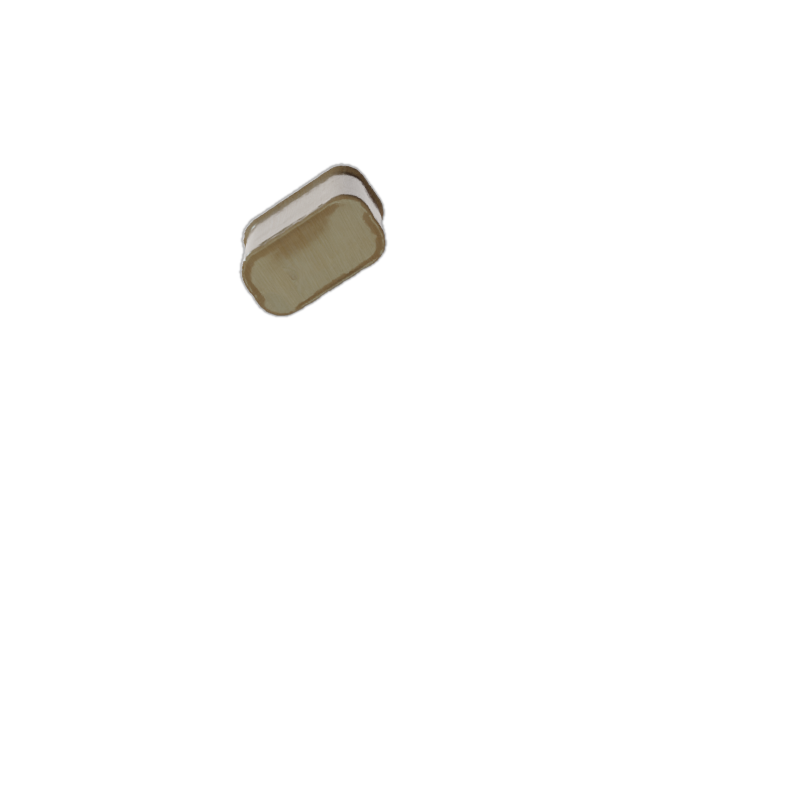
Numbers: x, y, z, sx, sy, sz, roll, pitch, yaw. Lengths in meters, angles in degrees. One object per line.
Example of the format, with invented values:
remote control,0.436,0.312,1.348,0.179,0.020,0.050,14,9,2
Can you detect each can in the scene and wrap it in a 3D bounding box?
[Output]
can,-0.059,-0.108,0.756,0.102,0.055,0.088,-32,19,9
